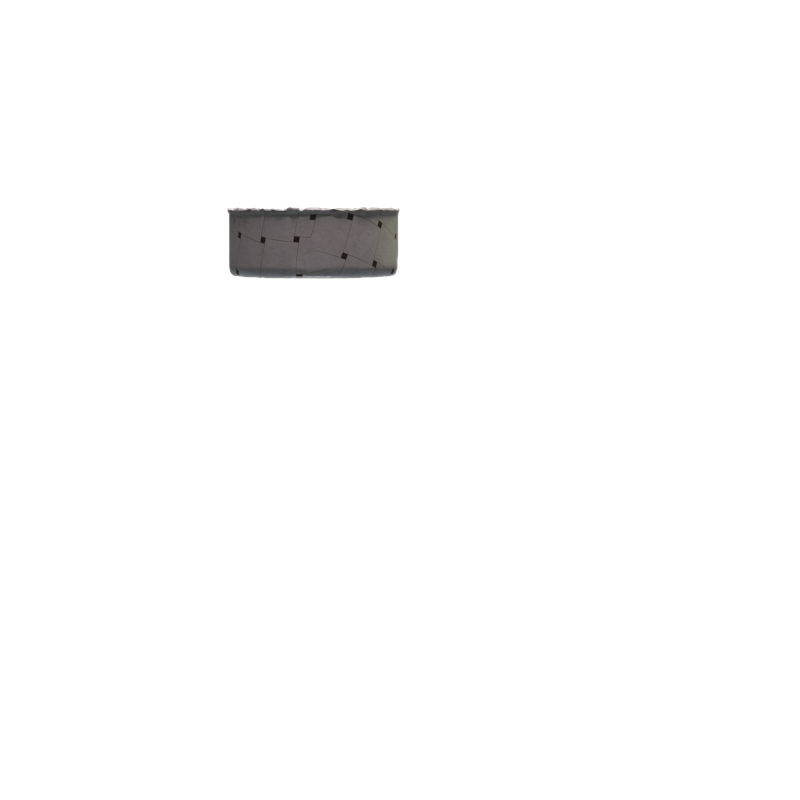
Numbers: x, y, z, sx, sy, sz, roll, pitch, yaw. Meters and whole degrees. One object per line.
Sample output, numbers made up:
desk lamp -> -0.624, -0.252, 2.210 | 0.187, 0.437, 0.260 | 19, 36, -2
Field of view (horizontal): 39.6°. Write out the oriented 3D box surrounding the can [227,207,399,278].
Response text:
can -> -0.043, -0.079, 0.554 | 0.086, 0.033, 0.087 | 0, 8, -2
